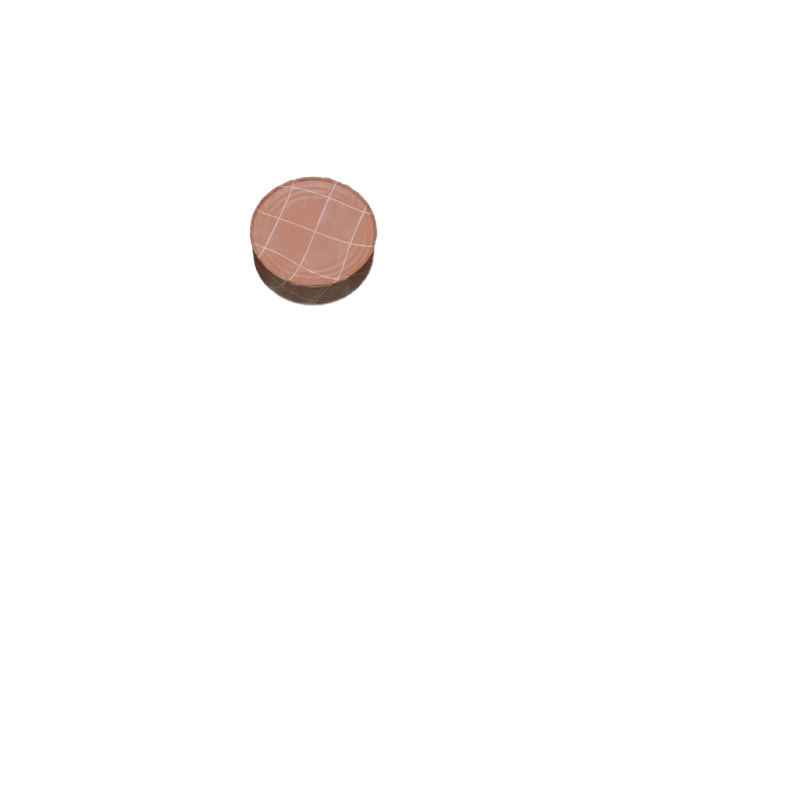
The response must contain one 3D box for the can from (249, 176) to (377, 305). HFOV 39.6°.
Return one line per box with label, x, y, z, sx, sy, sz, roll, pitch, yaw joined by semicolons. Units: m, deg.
can;-0.059;-0.108;0.758;0.086;0.091;0.032;-1;-28;-1
